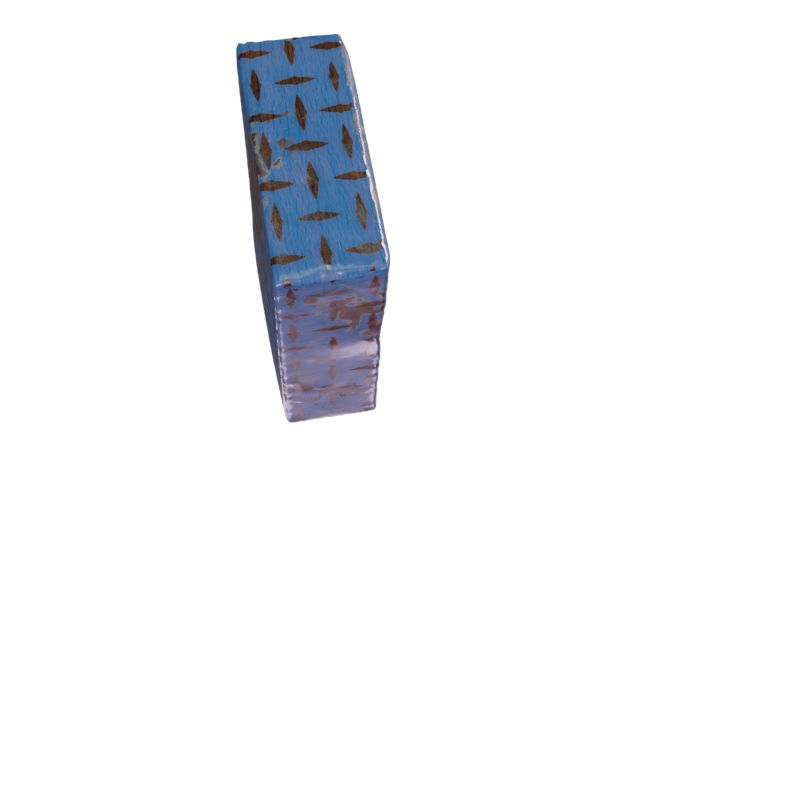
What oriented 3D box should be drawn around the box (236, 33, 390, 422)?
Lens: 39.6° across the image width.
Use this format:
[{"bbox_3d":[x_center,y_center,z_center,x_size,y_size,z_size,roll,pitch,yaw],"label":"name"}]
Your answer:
[{"bbox_3d":[-0.055,-0.100,0.704,0.071,0.175,0.202,-8,-24,-7],"label":"box"}]
